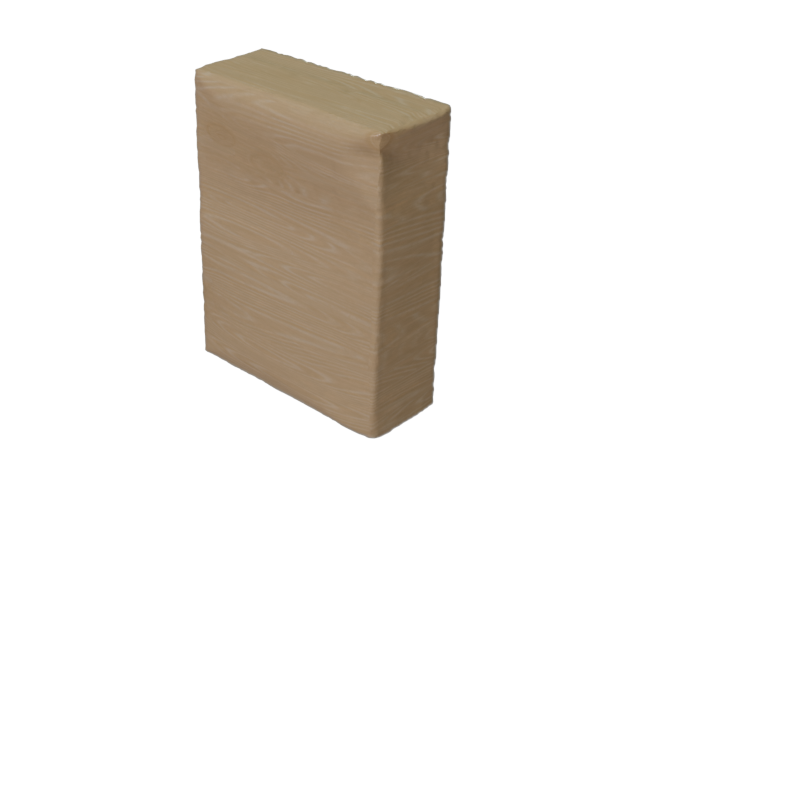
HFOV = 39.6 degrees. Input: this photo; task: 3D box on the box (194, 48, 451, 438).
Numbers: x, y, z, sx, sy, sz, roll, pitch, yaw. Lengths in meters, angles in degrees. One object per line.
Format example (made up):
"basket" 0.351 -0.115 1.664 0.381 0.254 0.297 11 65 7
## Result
"box" -0.056 -0.103 0.721 0.175 0.201 0.071 26 37 35
